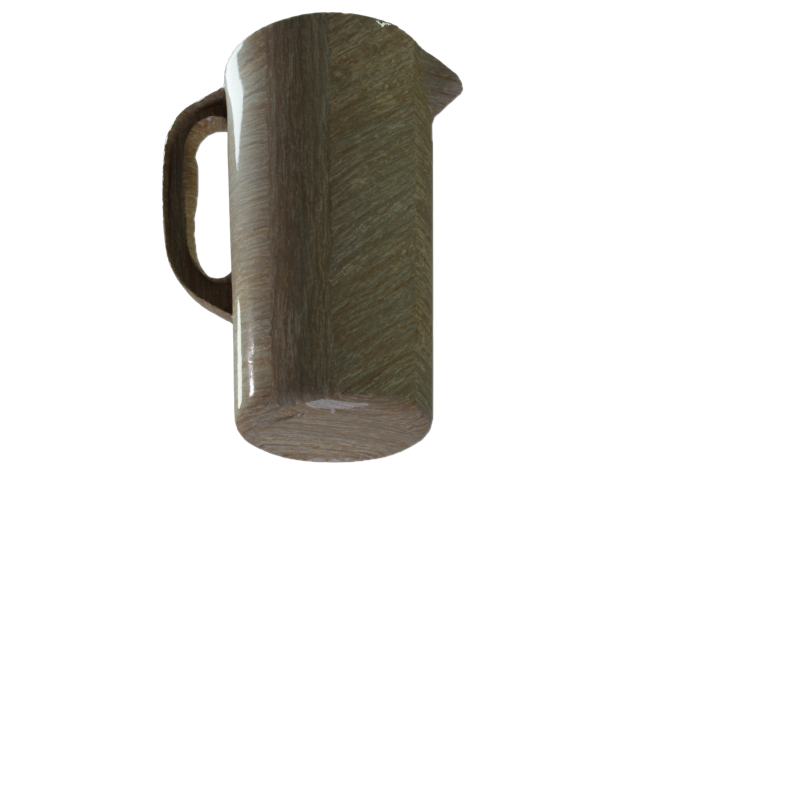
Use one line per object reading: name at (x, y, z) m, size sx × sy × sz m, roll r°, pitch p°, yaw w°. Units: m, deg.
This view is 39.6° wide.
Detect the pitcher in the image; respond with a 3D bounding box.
pitcher at (-0.051, -0.093, 0.653) m, size 0.138 × 0.257 × 0.148 m, roll 15°, pitch -29°, yaw -32°
